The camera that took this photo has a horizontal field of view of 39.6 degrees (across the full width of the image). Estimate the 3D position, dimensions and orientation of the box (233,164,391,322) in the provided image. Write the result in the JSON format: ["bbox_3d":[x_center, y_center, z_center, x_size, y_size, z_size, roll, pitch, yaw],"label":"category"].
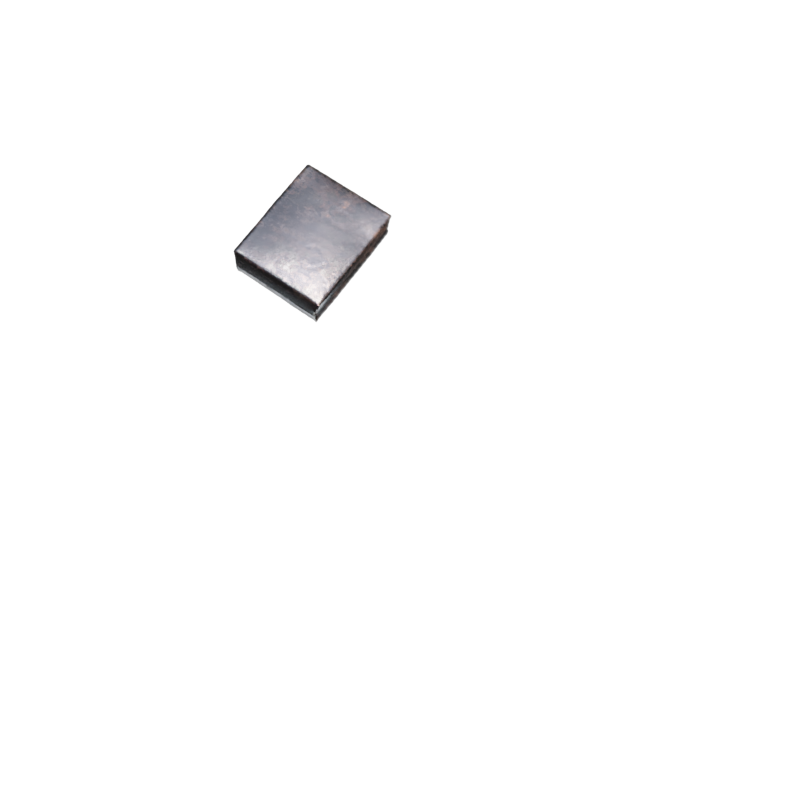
[{"bbox_3d":[-0.075,-0.137,0.961,0.093,0.116,0.037,31,-22,13],"label":"box"}]
